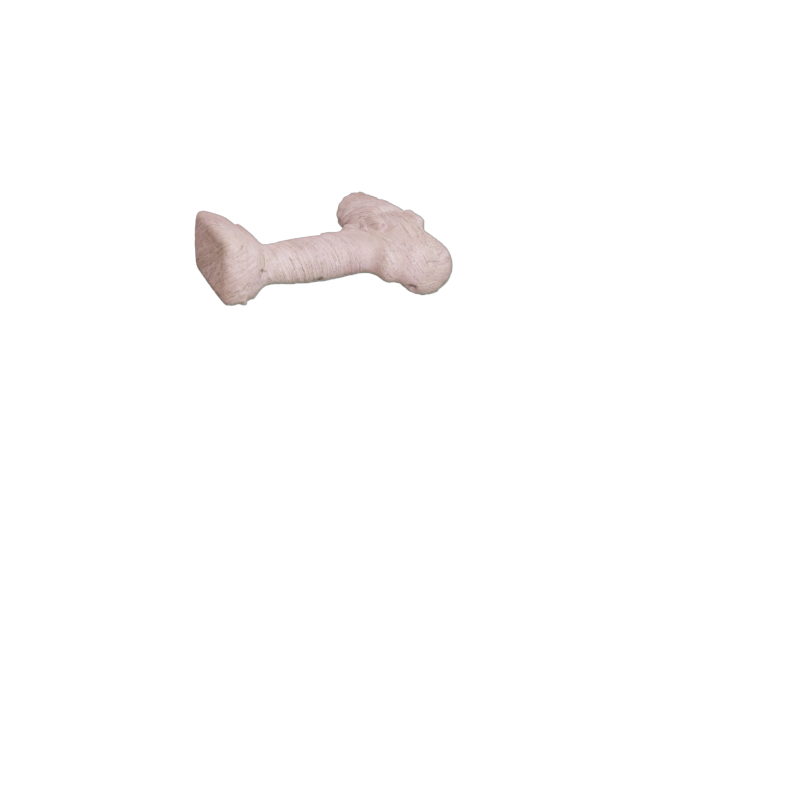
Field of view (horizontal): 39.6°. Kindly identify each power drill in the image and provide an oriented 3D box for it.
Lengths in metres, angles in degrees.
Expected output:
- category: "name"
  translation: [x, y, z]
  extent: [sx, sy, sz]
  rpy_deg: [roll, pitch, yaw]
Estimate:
- category: "power drill"
  translation: [-0.072, -0.132, 0.923]
  extent: [0.184, 0.055, 0.197]
  rpy_deg: [-9, 25, -19]
